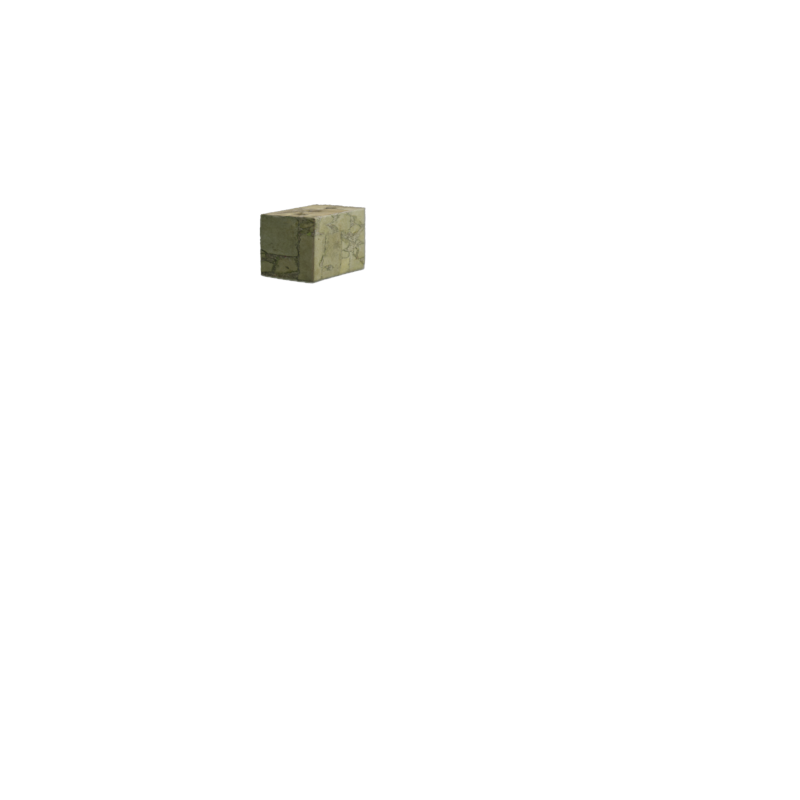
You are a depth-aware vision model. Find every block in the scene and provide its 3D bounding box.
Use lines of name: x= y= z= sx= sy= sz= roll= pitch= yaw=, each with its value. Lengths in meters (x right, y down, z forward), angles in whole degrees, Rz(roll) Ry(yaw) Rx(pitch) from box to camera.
block: x=-0.069 y=-0.126 z=0.883 sx=0.055 sy=0.050 sz=0.077 roll=8 pitch=16 yaw=30
